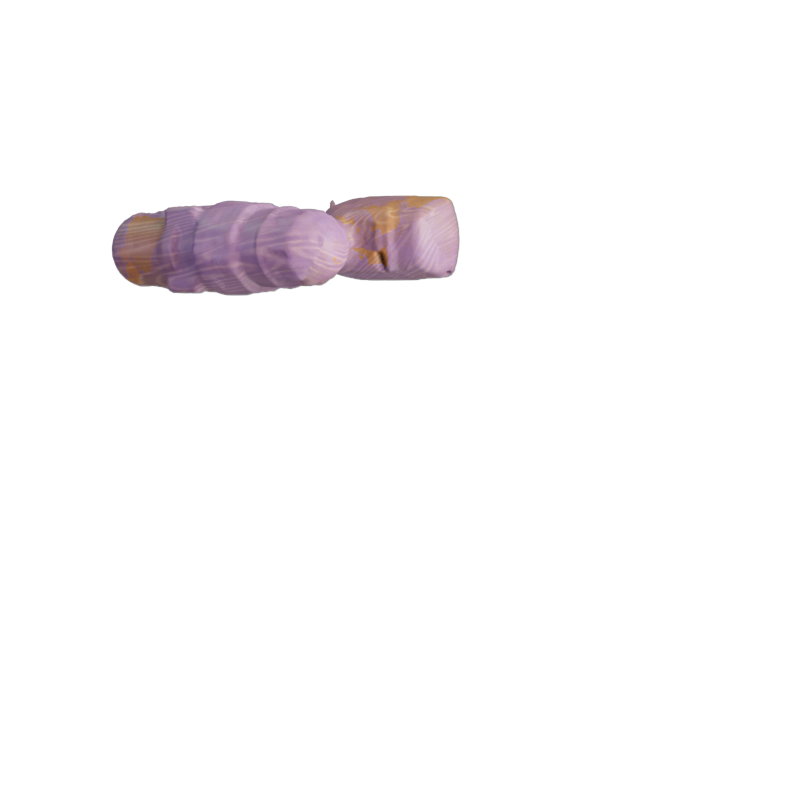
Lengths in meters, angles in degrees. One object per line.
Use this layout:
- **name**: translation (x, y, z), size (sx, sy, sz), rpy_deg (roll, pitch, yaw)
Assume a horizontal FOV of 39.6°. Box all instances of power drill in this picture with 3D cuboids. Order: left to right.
- **power drill**: translation (-0.052, -0.095, 0.664), size (0.181, 0.057, 0.193), rpy_deg (-8, 12, -44)
